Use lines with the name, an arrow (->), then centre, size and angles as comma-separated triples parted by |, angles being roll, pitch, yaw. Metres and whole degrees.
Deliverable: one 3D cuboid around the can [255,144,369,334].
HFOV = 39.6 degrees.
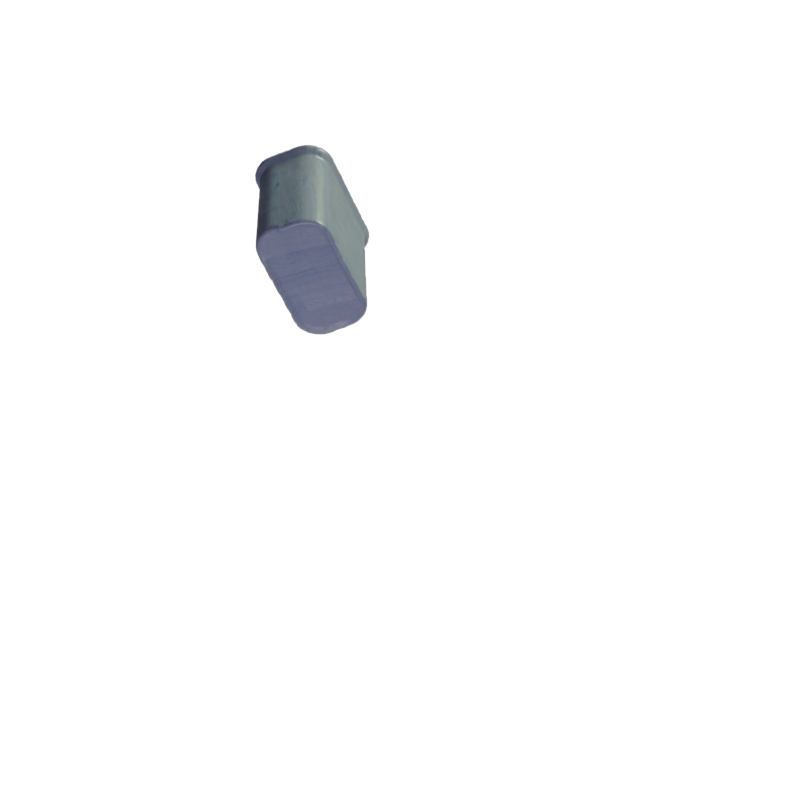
can -> -0.059, -0.108, 0.758 | 0.058, 0.094, 0.090 | -18, 40, 13
